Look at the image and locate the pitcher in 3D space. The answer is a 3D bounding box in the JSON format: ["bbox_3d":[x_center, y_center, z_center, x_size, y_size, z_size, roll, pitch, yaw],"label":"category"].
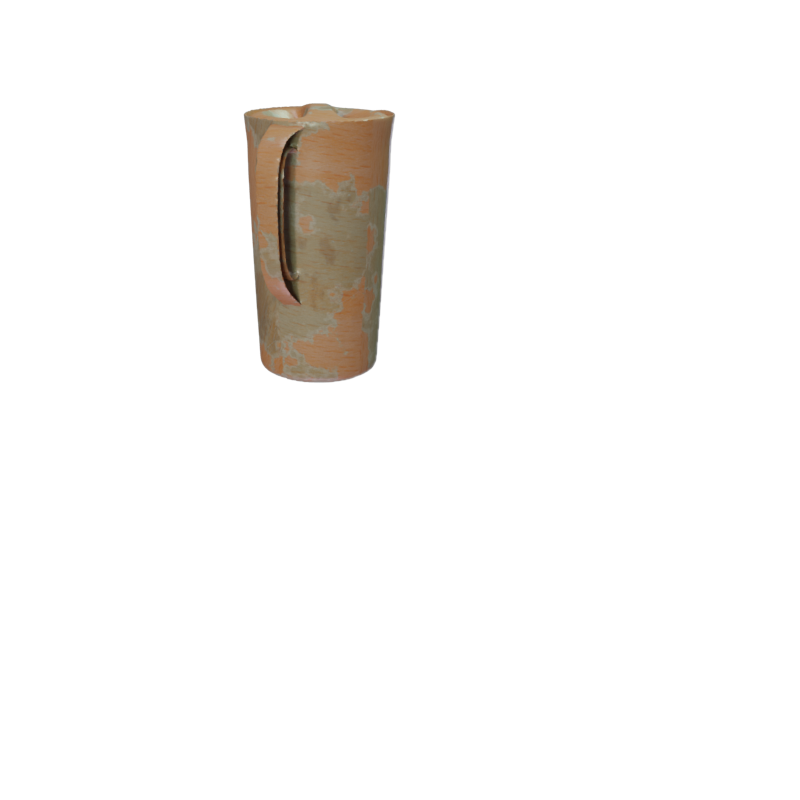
[{"bbox_3d":[-0.078,-0.142,0.993,0.146,0.236,0.153,-6,16,-24],"label":"pitcher"}]
